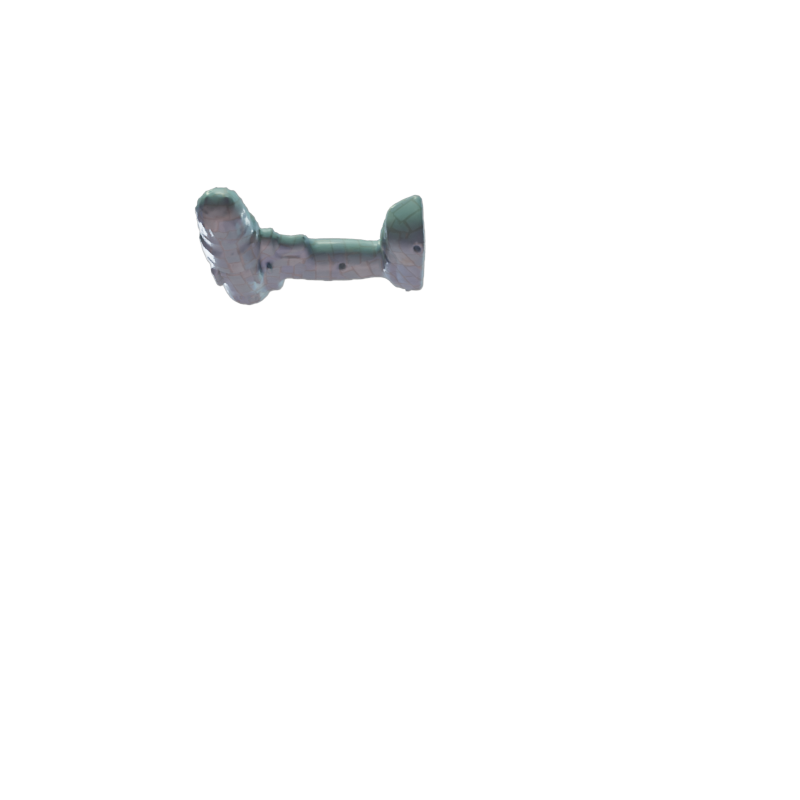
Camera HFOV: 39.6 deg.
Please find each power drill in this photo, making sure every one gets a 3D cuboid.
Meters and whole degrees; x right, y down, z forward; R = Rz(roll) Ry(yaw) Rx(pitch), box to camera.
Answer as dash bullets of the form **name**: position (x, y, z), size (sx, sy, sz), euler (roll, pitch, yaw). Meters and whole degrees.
- **power drill**: position (-0.073, -0.134, 0.939), size (0.188, 0.060, 0.176), euler (-1, -15, 3)
